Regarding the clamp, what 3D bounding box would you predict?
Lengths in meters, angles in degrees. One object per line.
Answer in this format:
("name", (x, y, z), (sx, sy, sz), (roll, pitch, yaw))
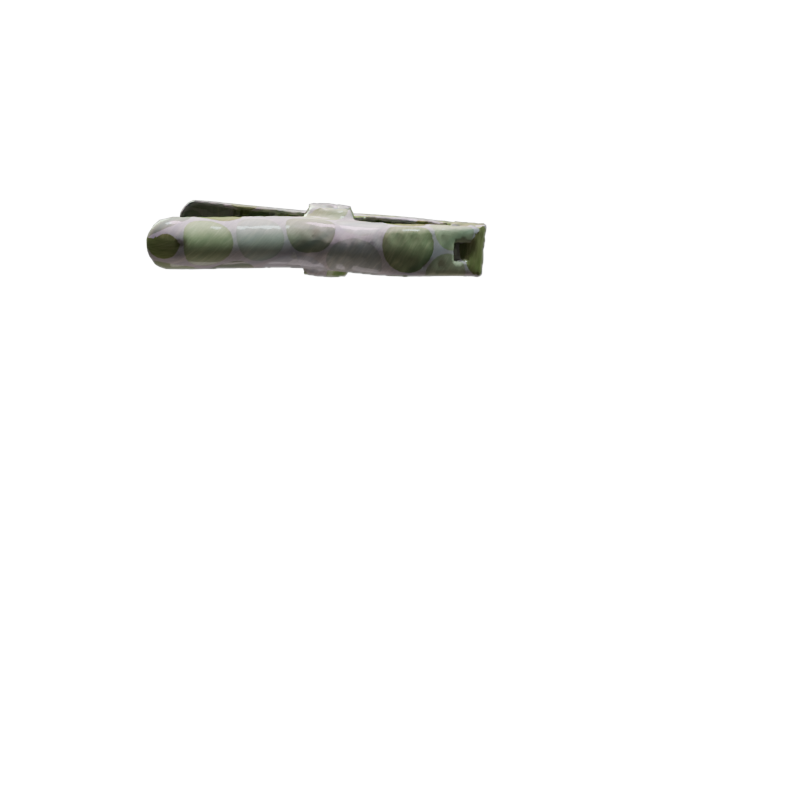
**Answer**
("clamp", (-0.044, -0.080, 0.561), (0.174, 0.038, 0.123), (3, 19, 8))
